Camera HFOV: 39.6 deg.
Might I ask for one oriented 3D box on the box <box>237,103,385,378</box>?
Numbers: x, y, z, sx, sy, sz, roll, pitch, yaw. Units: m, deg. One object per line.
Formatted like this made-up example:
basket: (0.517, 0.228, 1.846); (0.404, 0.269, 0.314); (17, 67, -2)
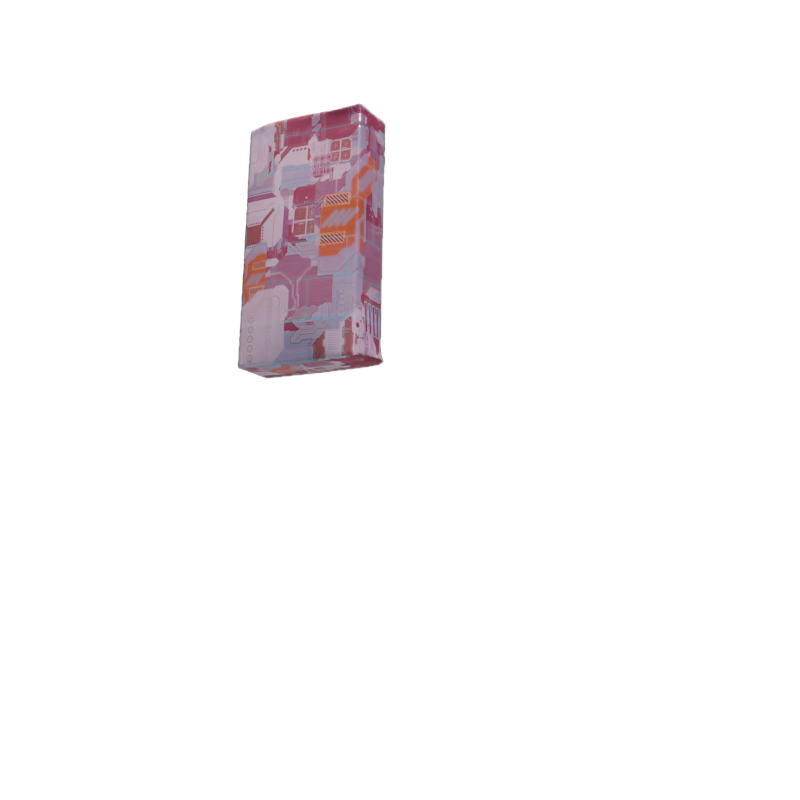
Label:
box: (-0.060, -0.108, 0.756); (0.095, 0.183, 0.045); (-9, -18, 27)
